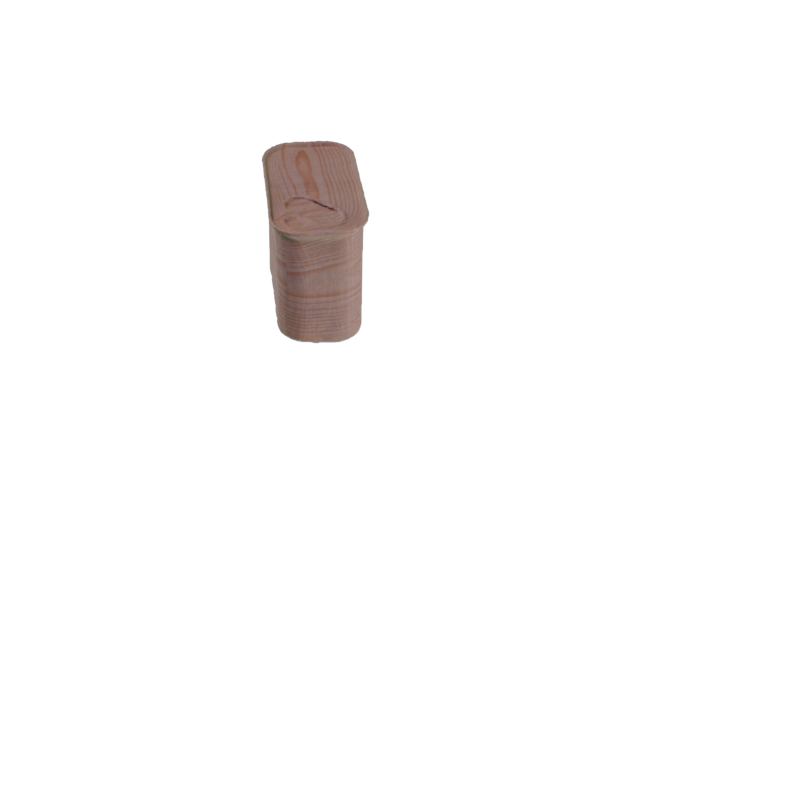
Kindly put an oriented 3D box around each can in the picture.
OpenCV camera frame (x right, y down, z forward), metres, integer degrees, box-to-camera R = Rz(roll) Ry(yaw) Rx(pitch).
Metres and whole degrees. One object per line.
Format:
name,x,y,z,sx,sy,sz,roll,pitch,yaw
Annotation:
can,-0.053,-0.096,0.676,0.057,0.078,0.110,-4,39,-8
